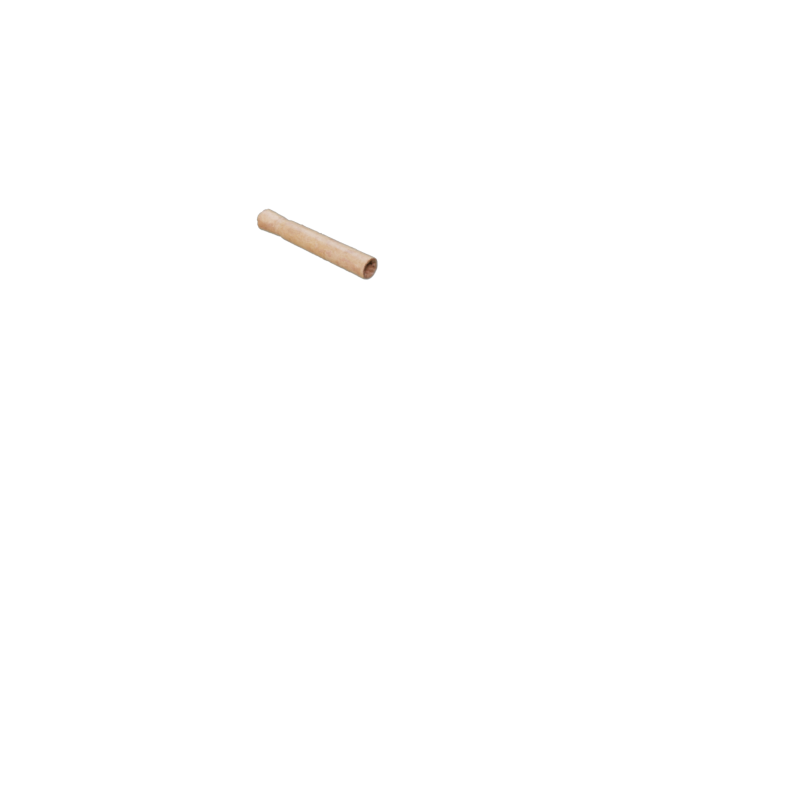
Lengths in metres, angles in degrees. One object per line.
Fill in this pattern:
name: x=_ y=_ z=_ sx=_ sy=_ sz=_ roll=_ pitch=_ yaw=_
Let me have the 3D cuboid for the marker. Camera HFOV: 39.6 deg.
marker: x=-0.069 y=-0.126 z=0.885 sx=0.129 sy=0.019 sz=0.019 roll=29 pitch=20 yaw=34
